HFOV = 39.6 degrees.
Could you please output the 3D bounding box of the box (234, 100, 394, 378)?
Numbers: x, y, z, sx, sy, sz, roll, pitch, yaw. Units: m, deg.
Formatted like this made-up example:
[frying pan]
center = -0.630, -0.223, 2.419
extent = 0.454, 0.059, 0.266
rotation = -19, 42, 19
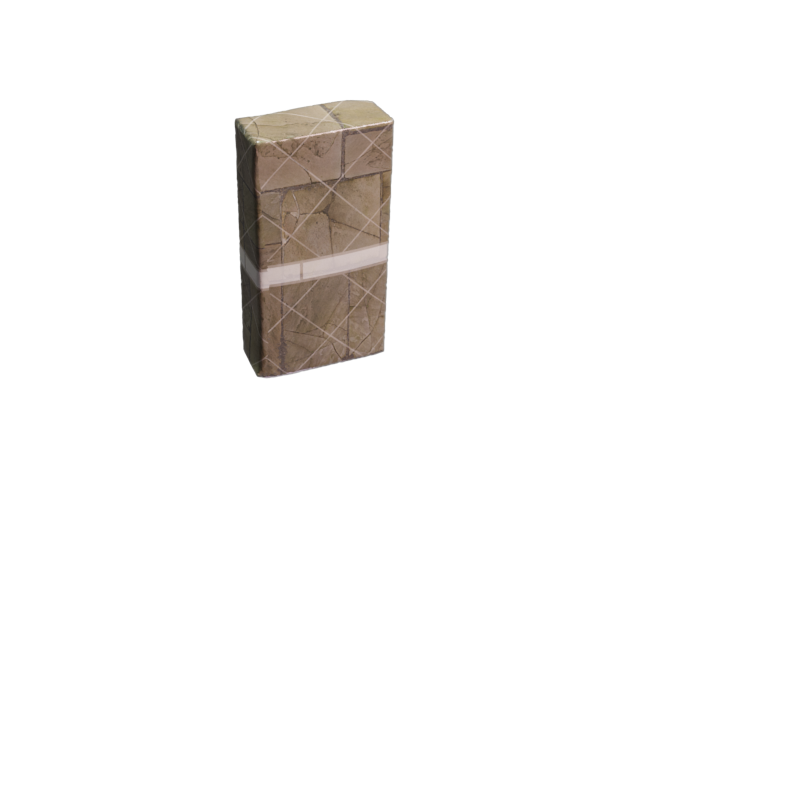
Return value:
[box]
center = -0.056, -0.102, 0.715
extent = 0.092, 0.166, 0.052
rotation = -12, 34, -21
